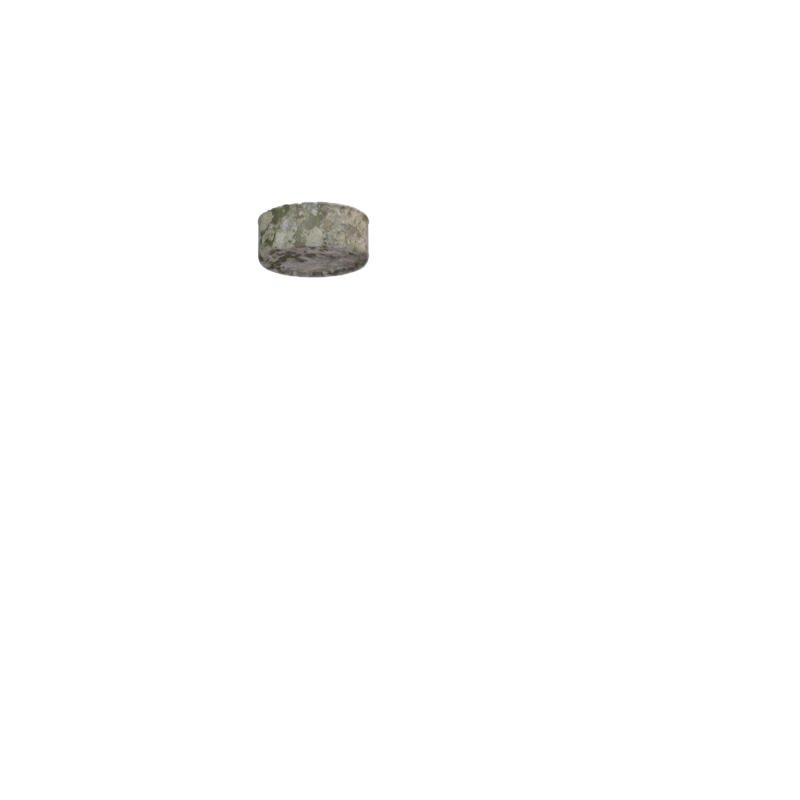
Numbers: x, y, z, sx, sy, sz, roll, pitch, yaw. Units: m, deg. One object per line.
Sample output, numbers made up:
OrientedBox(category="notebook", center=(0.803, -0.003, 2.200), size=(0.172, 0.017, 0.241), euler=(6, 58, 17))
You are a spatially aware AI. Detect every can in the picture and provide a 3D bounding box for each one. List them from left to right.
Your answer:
OrientedBox(category="can", center=(-0.066, -0.121, 0.845), size=(0.086, 0.035, 0.083), euler=(0, -12, -2))
